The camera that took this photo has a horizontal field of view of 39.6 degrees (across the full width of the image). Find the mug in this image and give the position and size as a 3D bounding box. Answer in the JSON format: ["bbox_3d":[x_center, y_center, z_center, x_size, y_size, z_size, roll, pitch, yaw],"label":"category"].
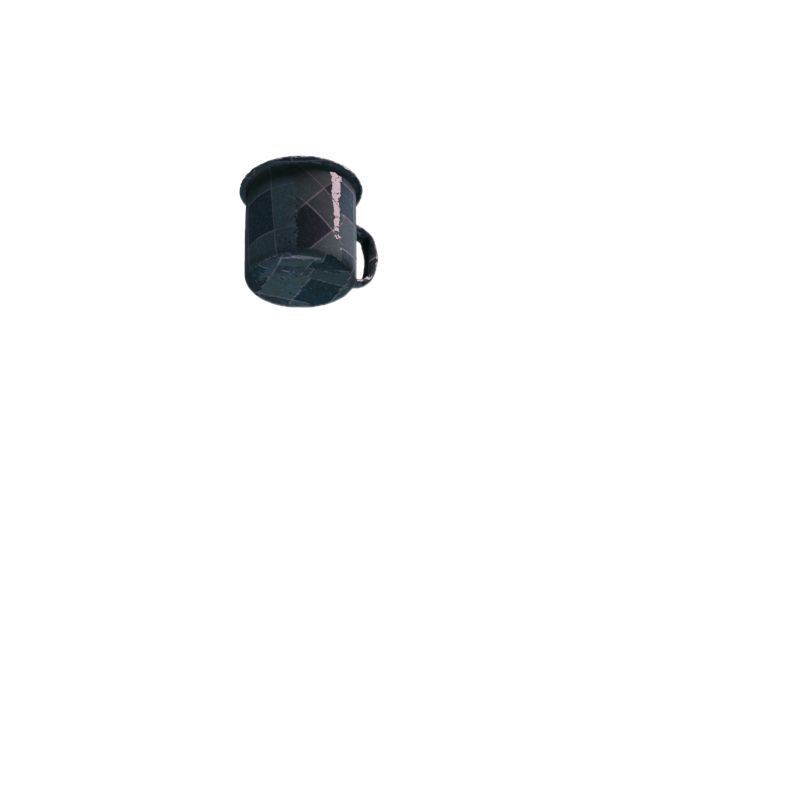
[{"bbox_3d":[-0.064,-0.118,0.823,0.110,0.087,0.093,21,-34,-36],"label":"mug"}]
